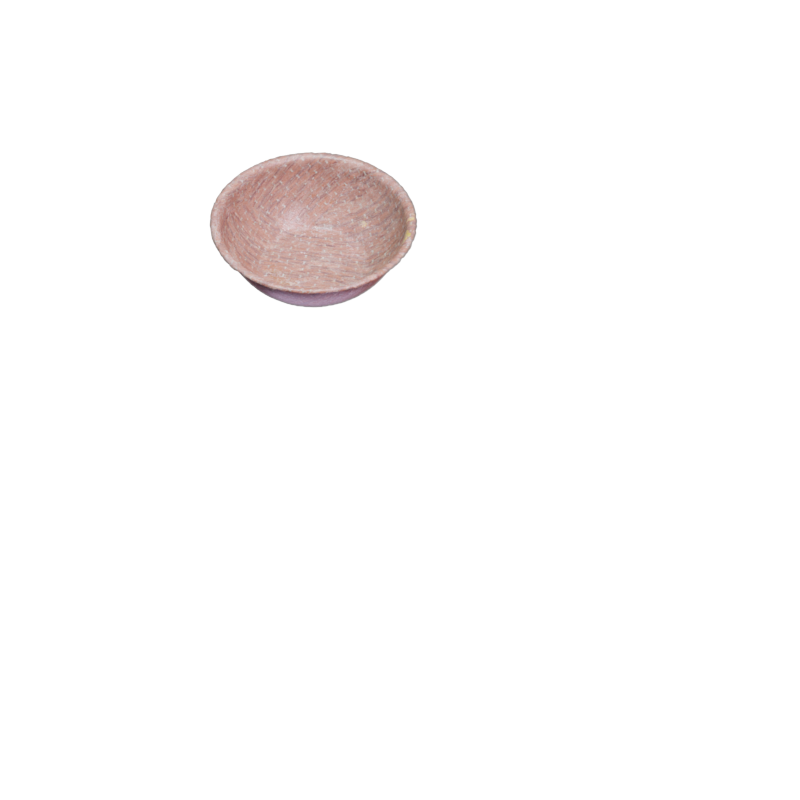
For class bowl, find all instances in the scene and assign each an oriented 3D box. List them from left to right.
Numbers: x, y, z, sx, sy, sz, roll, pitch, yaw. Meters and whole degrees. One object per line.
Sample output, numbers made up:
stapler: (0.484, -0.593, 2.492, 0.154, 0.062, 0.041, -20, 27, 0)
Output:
bowl: (-0.069, -0.126, 0.883, 0.162, 0.174, 0.051, -1, -43, -1)
